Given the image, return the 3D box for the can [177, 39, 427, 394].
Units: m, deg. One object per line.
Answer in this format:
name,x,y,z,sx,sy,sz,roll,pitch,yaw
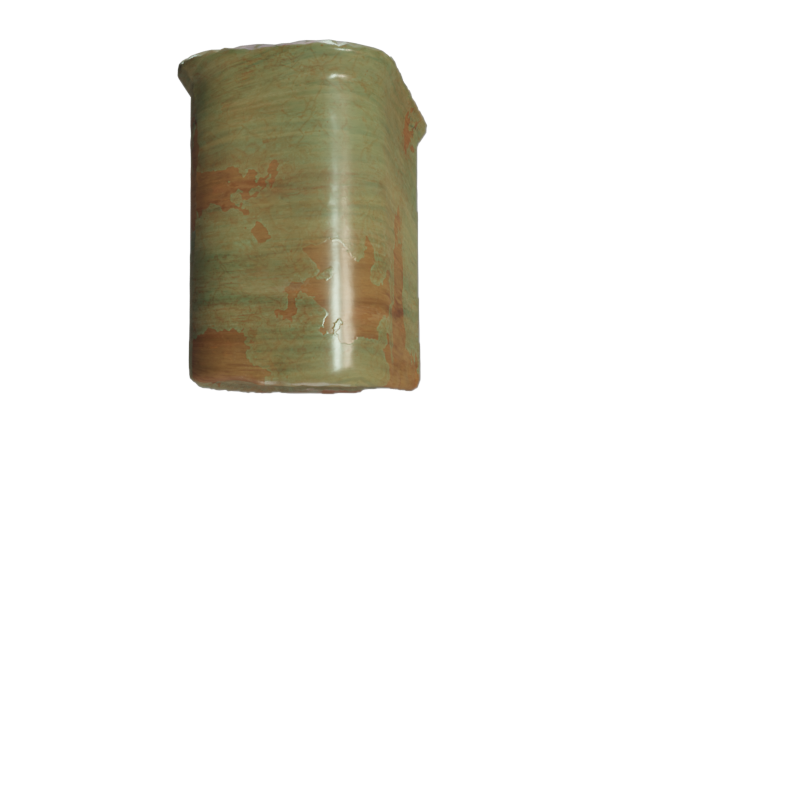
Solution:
can,-0.024,-0.045,0.313,0.058,0.085,0.099,-1,-4,10
